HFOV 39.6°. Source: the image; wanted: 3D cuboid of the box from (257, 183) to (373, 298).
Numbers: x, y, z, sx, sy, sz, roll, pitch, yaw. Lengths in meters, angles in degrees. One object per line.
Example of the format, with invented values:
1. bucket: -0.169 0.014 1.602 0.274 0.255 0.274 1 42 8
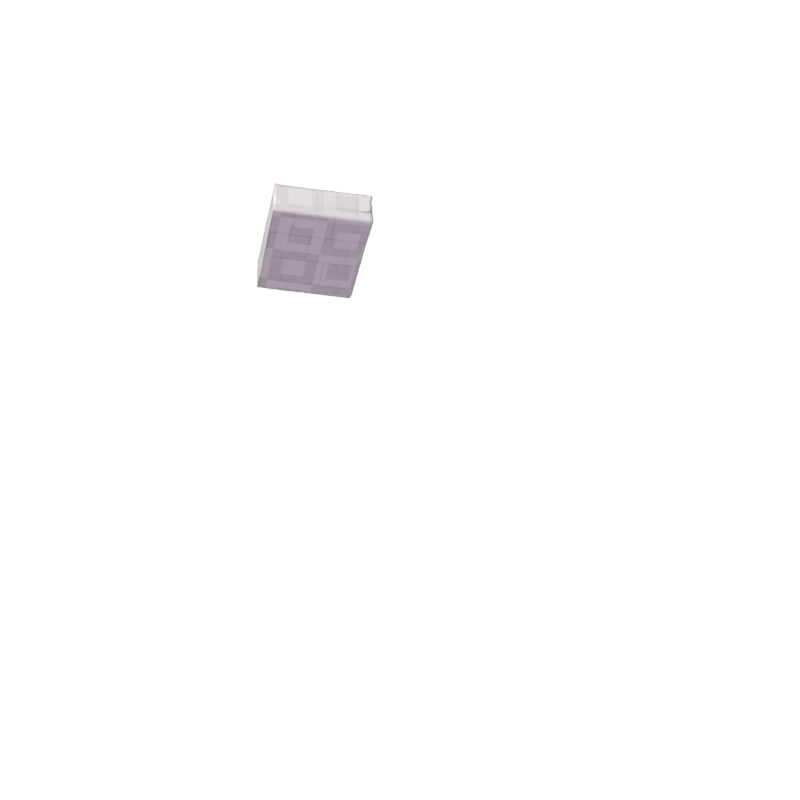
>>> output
1. box: -0.064 -0.117 0.818 0.072 0.032 0.084 7 -40 -9
